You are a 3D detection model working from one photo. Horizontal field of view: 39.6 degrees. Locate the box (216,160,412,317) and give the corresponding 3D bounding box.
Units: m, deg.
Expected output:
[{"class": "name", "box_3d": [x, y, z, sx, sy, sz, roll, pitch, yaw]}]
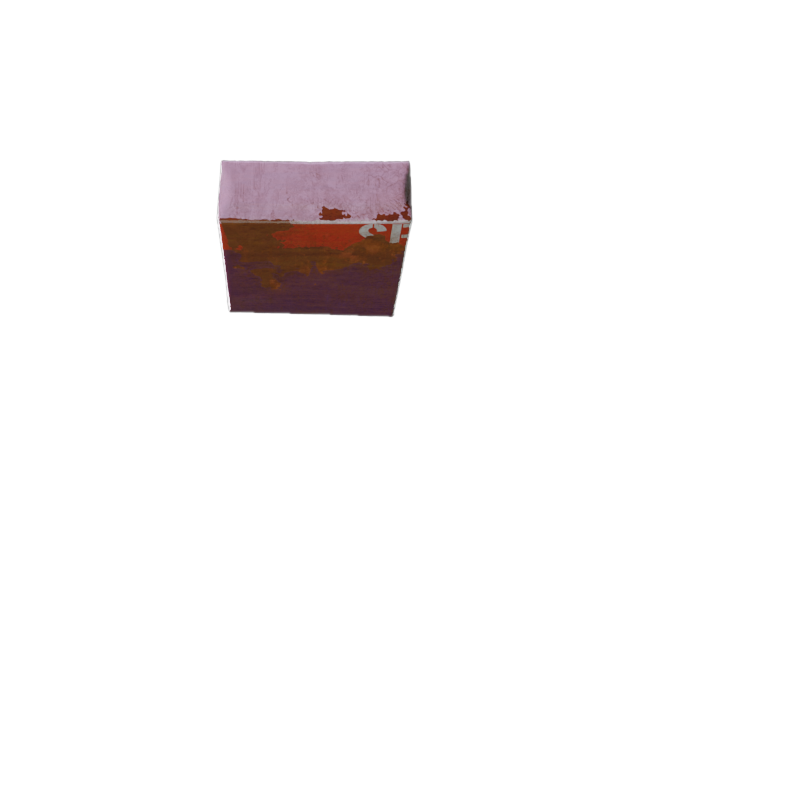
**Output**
[{"class": "box", "box_3d": [-0.035, -0.065, 0.453, 0.073, 0.032, 0.085, 1, -21, -3]}]
